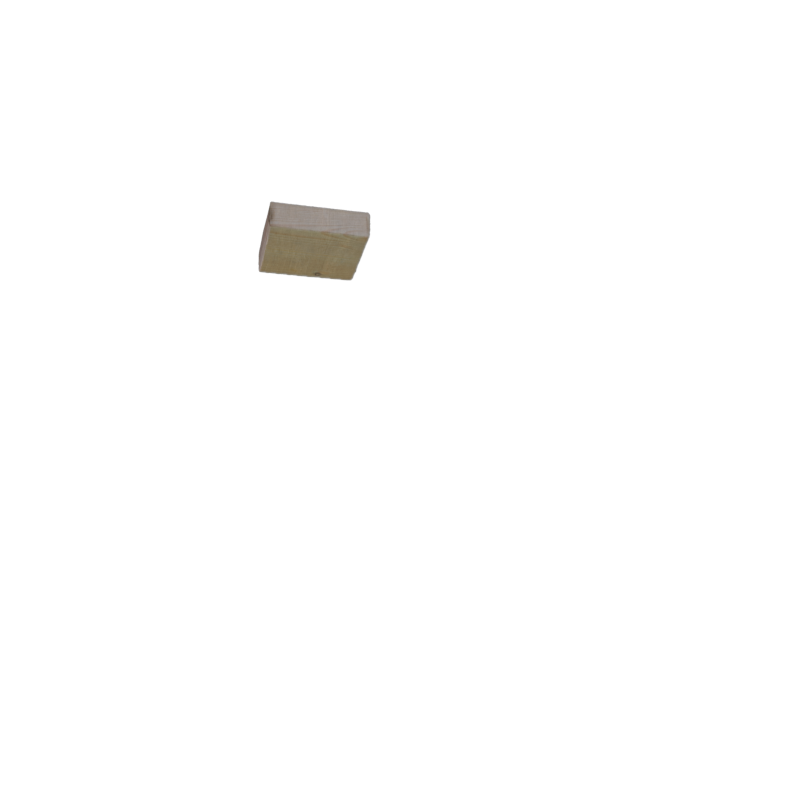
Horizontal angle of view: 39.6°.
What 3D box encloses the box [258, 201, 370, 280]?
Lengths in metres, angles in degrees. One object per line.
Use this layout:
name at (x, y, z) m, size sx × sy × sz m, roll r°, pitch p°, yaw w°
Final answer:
box at (-0.076, -0.139, 0.975) m, size 0.088 × 0.032 × 0.070 m, roll 5°, pitch -29°, yaw -10°
